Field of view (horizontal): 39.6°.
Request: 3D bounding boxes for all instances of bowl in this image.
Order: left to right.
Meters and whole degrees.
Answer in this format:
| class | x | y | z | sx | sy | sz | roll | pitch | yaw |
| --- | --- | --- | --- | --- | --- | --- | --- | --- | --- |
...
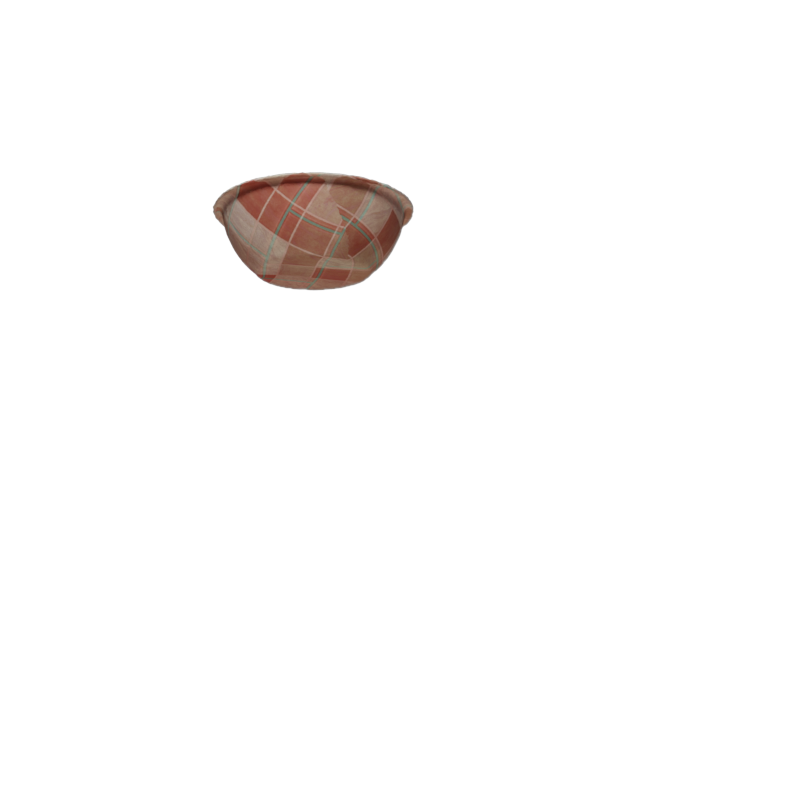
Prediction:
| class | x | y | z | sx | sy | sz | roll | pitch | yaw |
| --- | --- | --- | --- | --- | --- | --- | --- | --- | --- |
| bowl | -0.070 | -0.127 | 0.888 | 0.162 | 0.057 | 0.156 | 0 | -12 | -2 |
